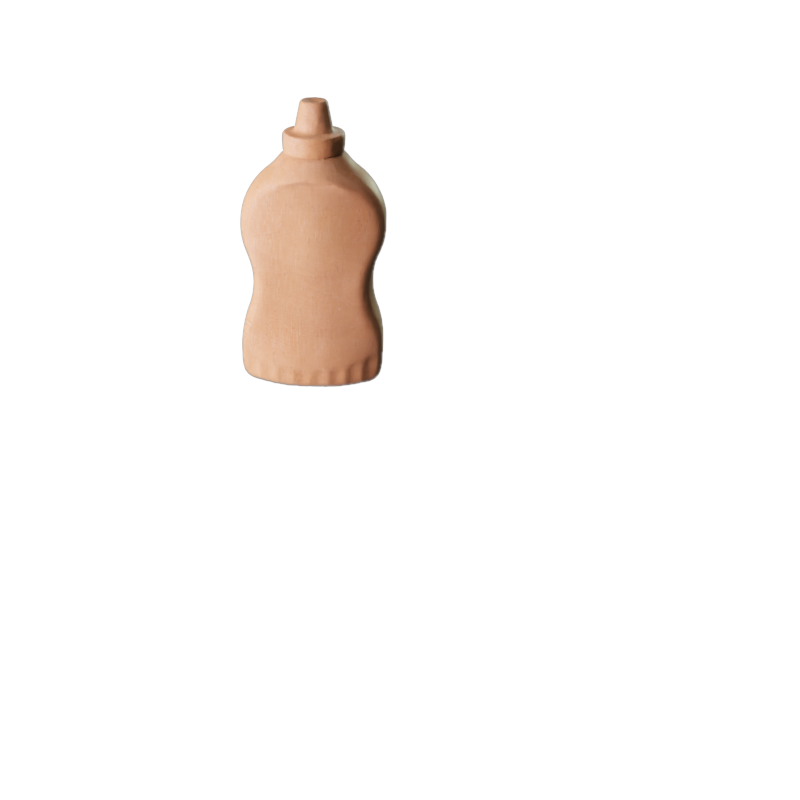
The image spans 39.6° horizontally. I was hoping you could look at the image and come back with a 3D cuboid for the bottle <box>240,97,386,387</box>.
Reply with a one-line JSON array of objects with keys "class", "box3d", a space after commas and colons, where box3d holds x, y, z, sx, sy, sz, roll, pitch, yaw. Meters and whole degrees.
[{"class": "bottle", "box3d": [-0.058, -0.105, 0.737, 0.097, 0.183, 0.061, 3, 22, 4]}]
